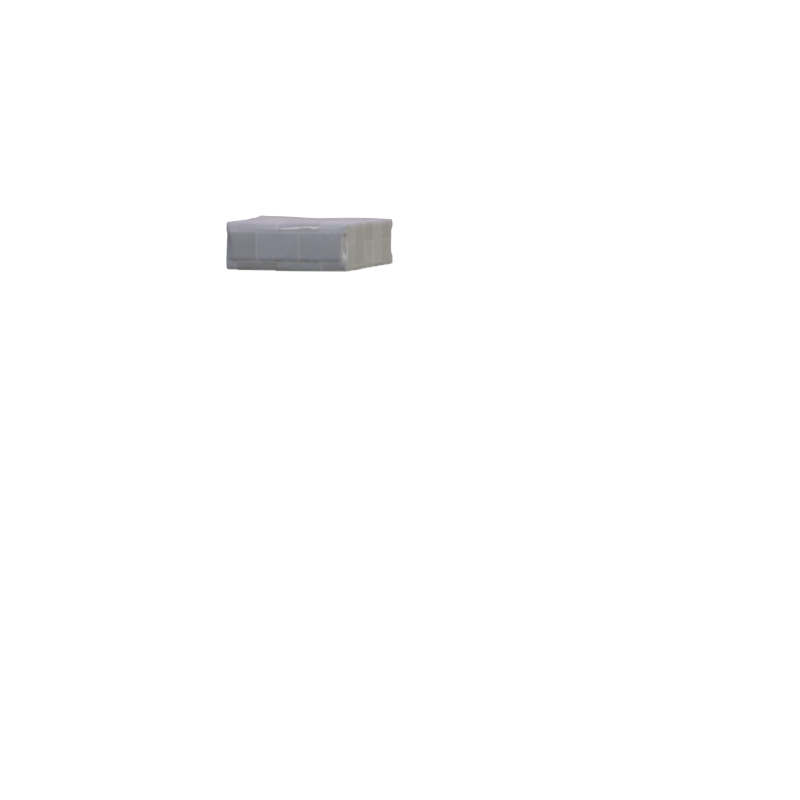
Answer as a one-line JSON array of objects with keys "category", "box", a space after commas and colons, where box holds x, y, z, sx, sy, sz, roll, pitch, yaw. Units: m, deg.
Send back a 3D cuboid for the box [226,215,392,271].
[{"category": "box", "box": [-0.051, -0.093, 0.650, 0.075, 0.030, 0.088, 3, 11, 18]}]
